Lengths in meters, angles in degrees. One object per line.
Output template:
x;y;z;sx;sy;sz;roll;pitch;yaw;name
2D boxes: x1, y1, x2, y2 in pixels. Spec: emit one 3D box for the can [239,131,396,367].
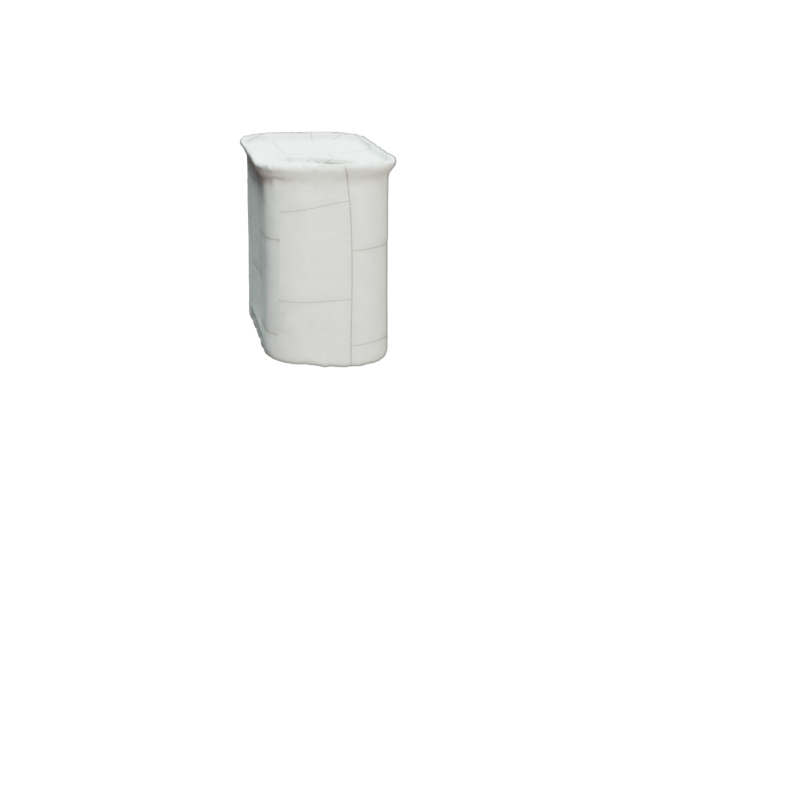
-0.038;-0.069;0.481;0.057;0.081;0.107;-3;18;-12;can
